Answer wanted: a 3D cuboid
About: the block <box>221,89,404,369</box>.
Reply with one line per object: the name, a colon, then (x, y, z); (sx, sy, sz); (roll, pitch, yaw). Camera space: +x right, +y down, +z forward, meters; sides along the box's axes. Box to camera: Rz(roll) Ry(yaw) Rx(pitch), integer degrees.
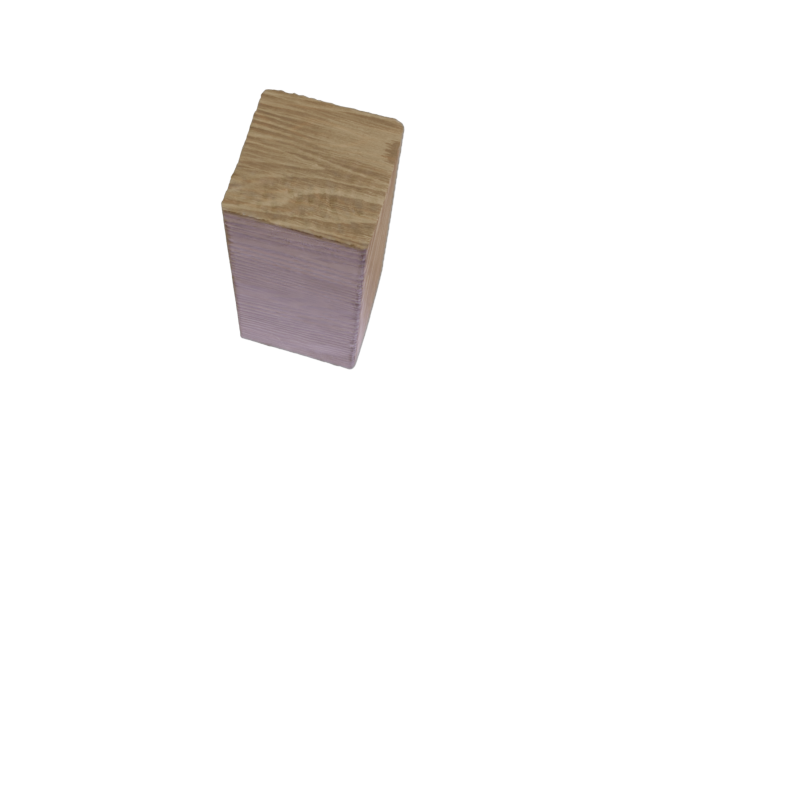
block: (-0.057, -0.106, 0.737); (0.091, 0.094, 0.196); (16, -20, 2)
